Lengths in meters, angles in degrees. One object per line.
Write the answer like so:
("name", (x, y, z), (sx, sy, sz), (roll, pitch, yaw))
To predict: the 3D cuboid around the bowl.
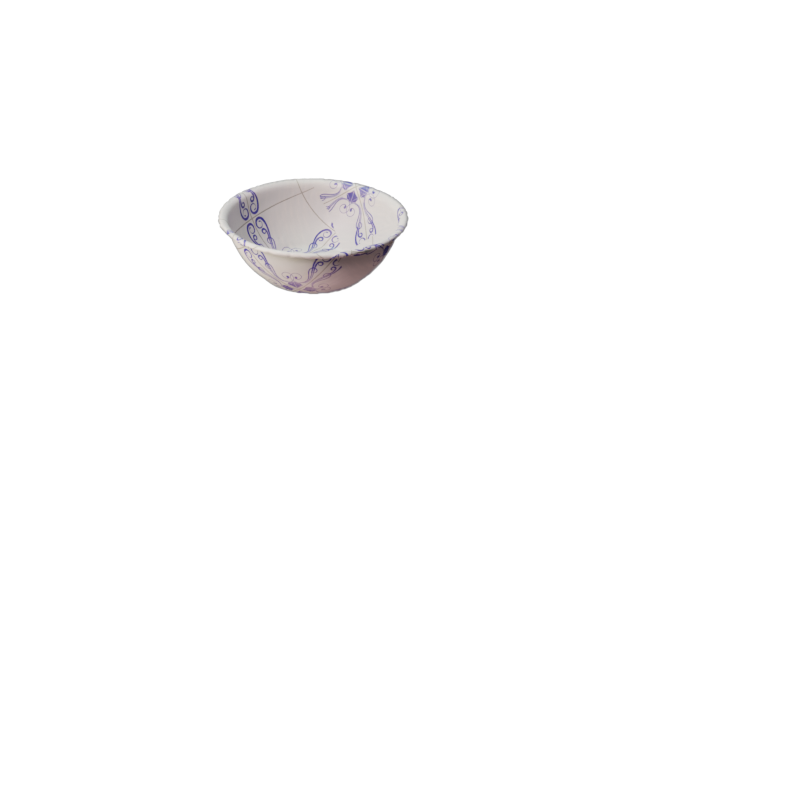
("bowl", (-0.075, -0.136, 0.954), (0.162, 0.052, 0.172), (-1, 32, -2))
